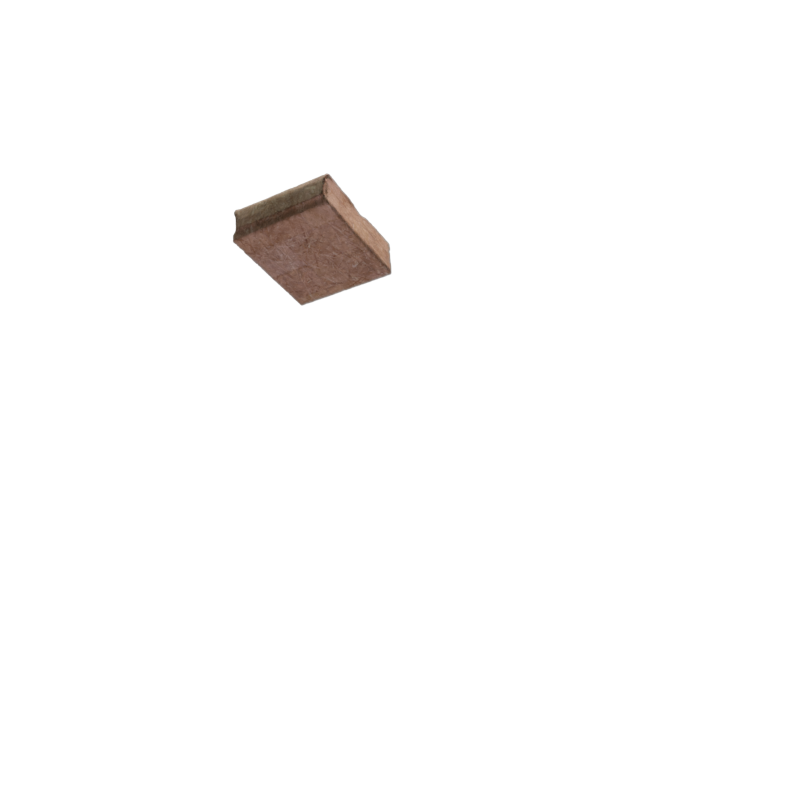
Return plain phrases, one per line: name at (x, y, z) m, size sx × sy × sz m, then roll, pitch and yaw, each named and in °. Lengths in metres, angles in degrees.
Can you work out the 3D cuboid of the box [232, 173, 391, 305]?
box at (-0.058, -0.106, 0.744) m, size 0.074 × 0.032 × 0.082 m, roll -18°, pitch -38°, yaw 24°
